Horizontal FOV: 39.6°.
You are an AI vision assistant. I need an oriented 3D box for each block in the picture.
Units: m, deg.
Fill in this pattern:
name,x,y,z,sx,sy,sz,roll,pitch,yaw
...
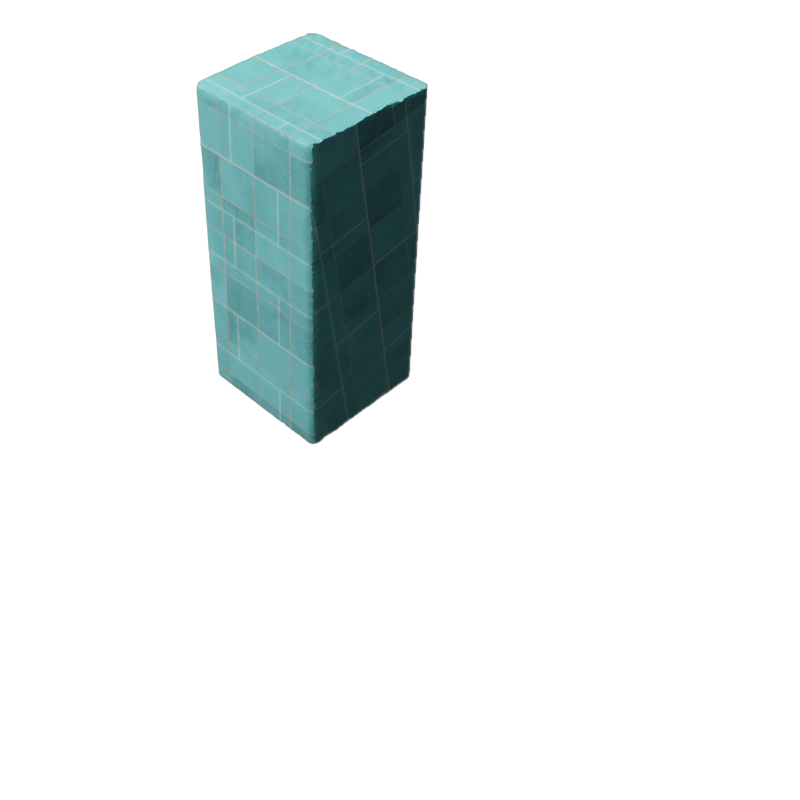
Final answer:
name,x,y,z,sx,sy,sz,roll,pitch,yaw
block,-0.050,-0.091,0.636,0.097,0.192,0.090,33,49,31
